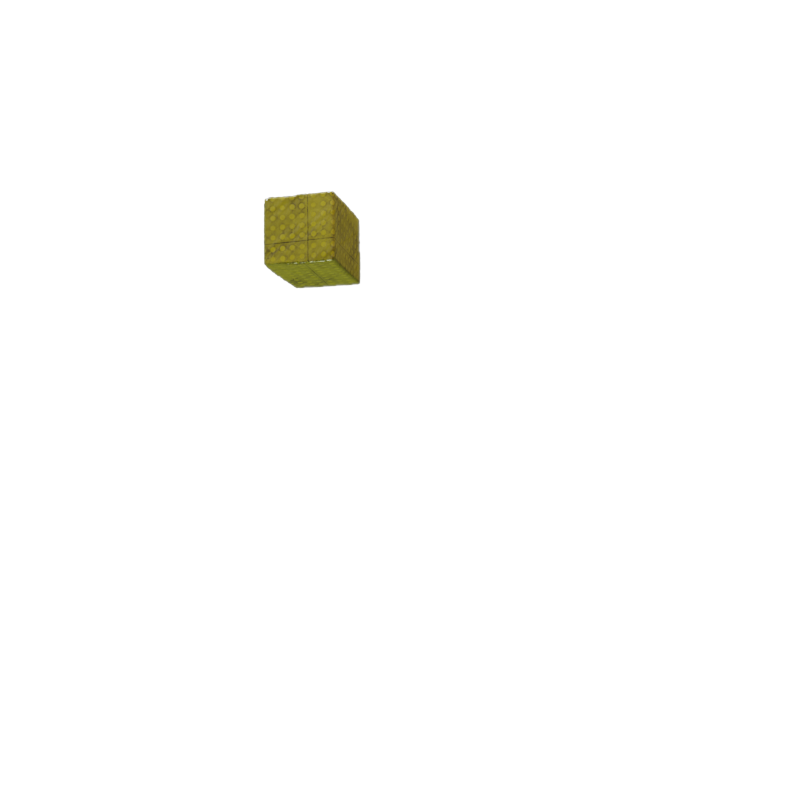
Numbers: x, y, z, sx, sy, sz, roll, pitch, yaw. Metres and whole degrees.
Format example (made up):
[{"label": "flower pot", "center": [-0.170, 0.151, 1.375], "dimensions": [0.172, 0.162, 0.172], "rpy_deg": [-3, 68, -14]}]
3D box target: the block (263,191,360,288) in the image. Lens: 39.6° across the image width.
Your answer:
[{"label": "block", "center": [-0.063, -0.116, 0.810], "dimensions": [0.054, 0.053, 0.074], "rpy_deg": [-3, -10, 13]}]
